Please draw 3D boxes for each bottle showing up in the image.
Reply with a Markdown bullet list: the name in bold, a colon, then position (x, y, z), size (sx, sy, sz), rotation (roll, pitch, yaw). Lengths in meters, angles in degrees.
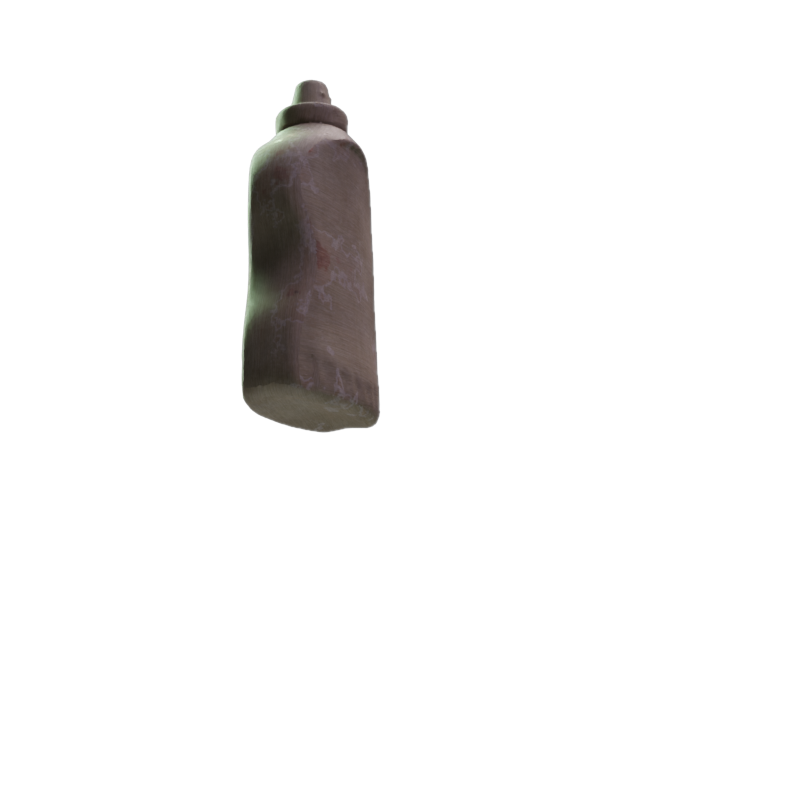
- **bottle**: position (-0.047, -0.085, 0.598), size (0.059, 0.201, 0.090), rotation (-12, -22, 25)
